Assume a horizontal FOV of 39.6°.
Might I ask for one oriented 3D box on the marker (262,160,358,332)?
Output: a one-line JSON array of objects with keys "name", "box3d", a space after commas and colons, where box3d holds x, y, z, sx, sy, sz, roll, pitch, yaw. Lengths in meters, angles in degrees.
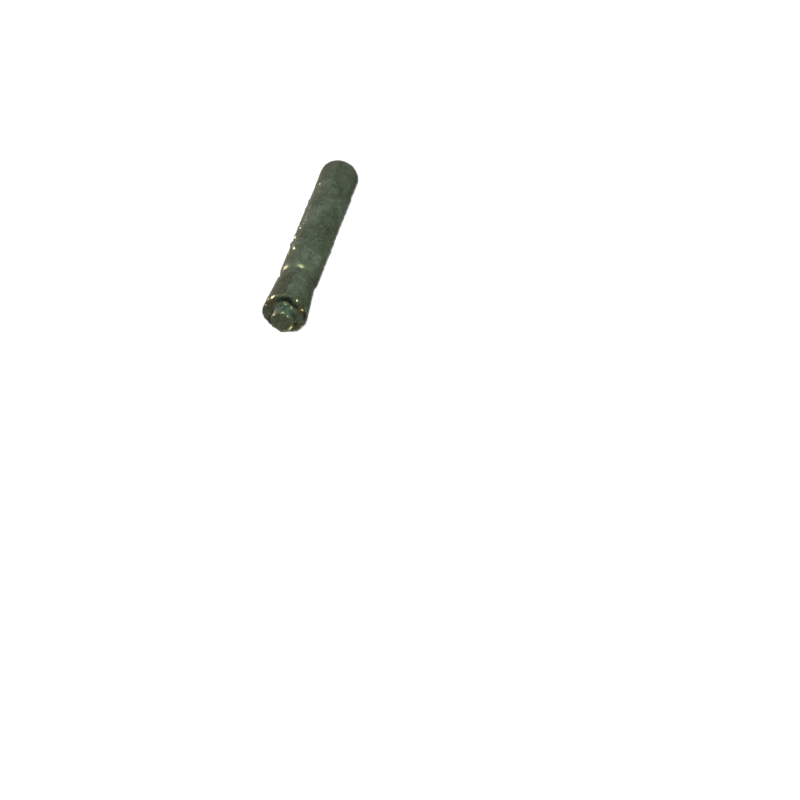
[{"name": "marker", "box3d": [-0.038, -0.070, 0.489, 0.020, 0.018, 0.128, 0, 37, 11]}]
